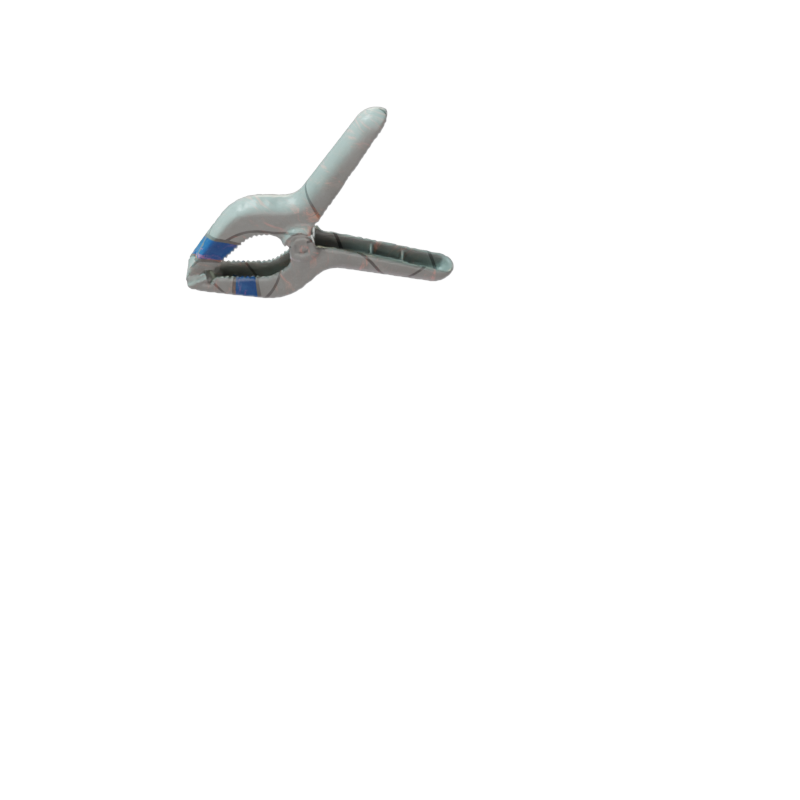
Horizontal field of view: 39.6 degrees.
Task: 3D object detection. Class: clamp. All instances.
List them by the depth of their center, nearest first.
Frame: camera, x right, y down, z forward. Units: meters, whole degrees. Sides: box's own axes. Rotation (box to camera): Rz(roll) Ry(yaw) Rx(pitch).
[{"bbox_3d":[-0.069,-0.126,0.884,0.210,0.153,0.039,-23,34,16],"label":"clamp"}]
